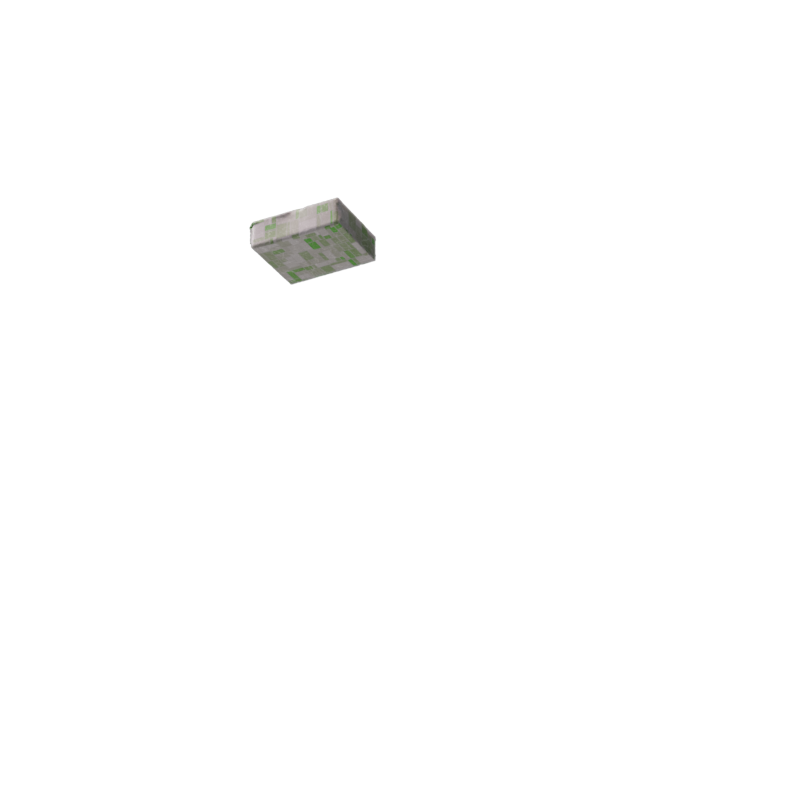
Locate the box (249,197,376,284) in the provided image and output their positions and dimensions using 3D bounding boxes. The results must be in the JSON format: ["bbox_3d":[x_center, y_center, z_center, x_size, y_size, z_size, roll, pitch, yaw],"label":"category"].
[{"bbox_3d":[-0.076,-0.139,0.972,0.091,0.032,0.068,-12,-28,24],"label":"box"}]
